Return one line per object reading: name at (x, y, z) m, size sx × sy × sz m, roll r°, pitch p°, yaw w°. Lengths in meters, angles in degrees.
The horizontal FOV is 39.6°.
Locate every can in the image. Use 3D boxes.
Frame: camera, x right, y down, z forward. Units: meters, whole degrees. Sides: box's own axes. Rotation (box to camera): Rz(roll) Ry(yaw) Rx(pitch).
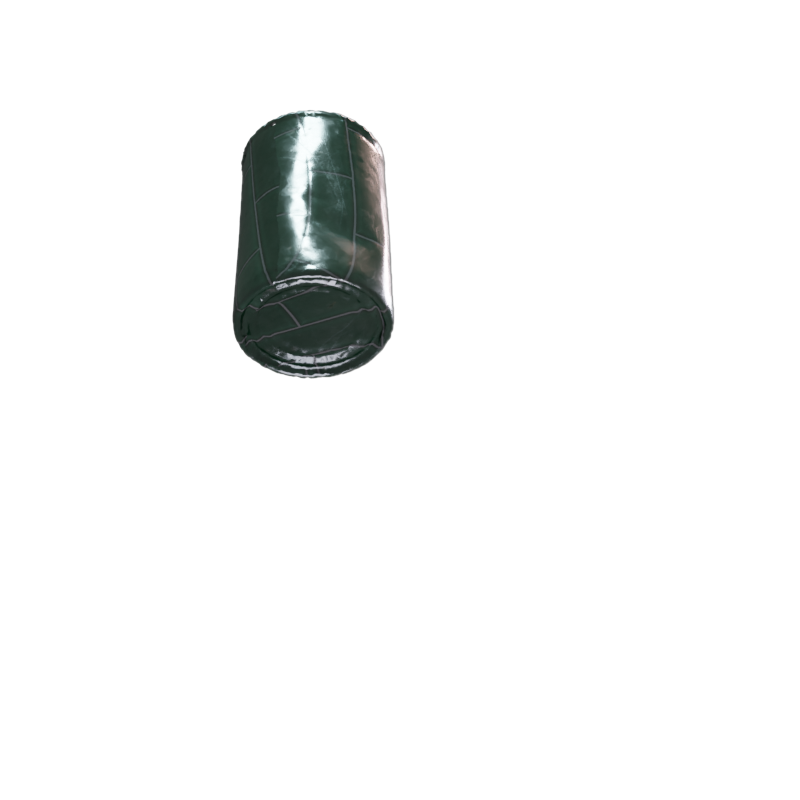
can at (-0.038, -0.070, 0.488) m, size 0.068 × 0.110 × 0.064 m, roll -1°, pitch -41°, yaw -3°
